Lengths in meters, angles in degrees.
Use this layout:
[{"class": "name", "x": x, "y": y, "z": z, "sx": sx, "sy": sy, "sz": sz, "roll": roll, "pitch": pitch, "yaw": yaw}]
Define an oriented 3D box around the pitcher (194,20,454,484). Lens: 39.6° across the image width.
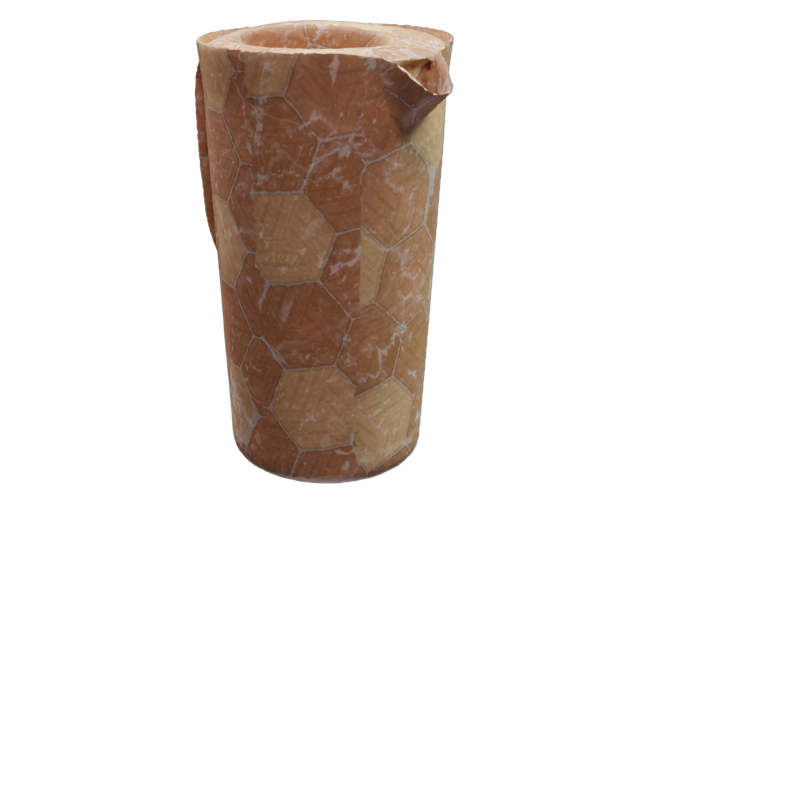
[{"class": "pitcher", "x": -0.048, "y": -0.088, "z": 0.616, "sx": 0.145, "sy": 0.233, "sz": 0.156, "roll": 1, "pitch": 20, "yaw": 0}]
